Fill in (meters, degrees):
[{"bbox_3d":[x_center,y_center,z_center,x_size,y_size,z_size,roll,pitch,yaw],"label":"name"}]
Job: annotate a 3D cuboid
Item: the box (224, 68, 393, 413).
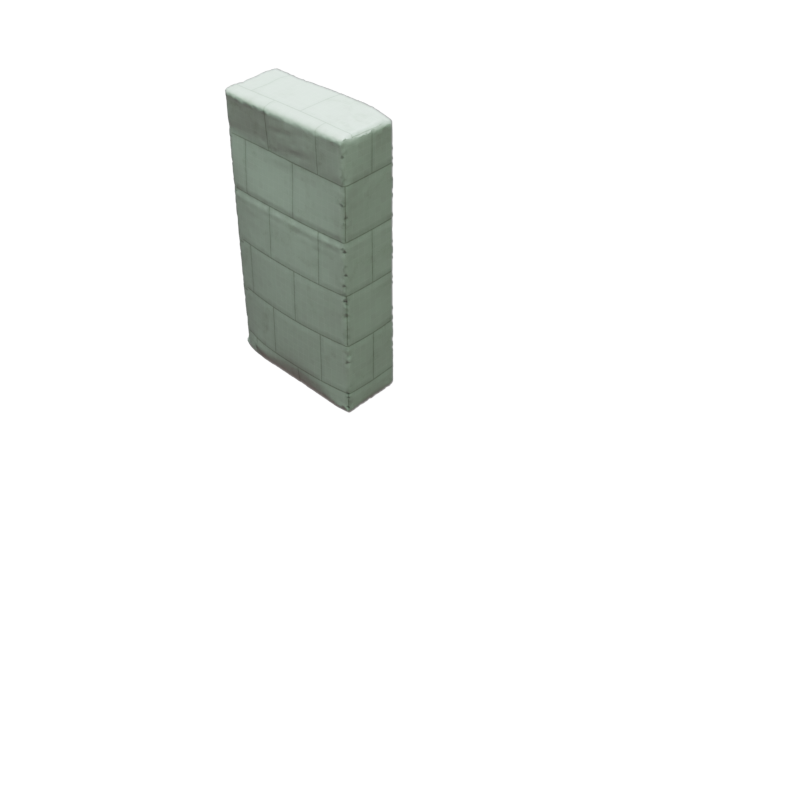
[{"bbox_3d":[-0.048,-0.089,0.624,0.048,0.165,0.100,-27,44,-37],"label":"box"}]
